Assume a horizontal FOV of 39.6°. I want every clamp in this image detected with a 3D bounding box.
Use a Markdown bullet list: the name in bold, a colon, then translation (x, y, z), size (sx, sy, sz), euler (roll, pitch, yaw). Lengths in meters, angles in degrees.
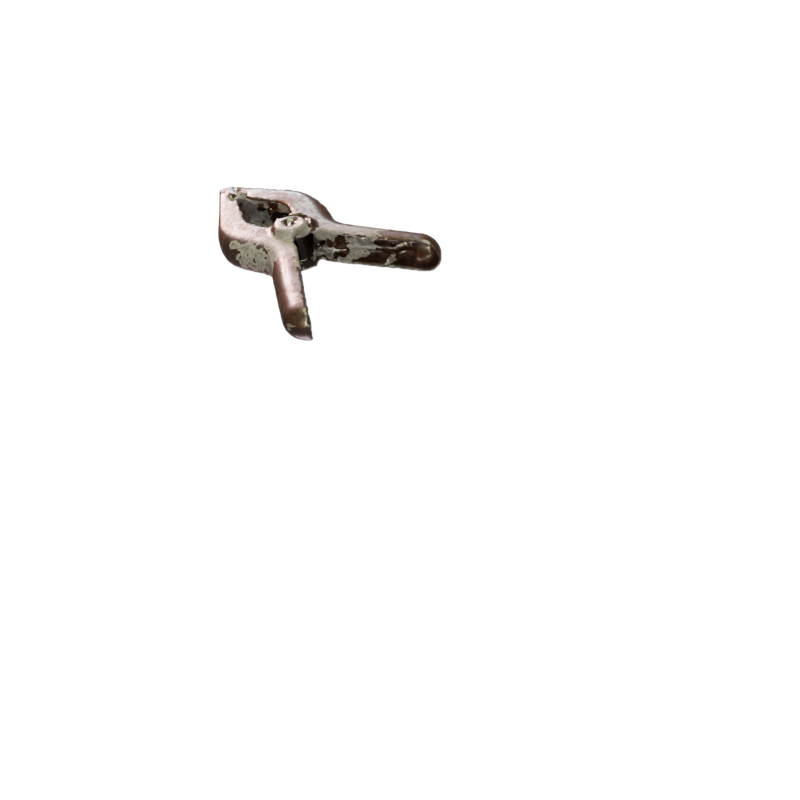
- **clamp**: translation (-0.058, -0.106, 0.744), size (0.119, 0.037, 0.185), euler (-20, 41, -25)
